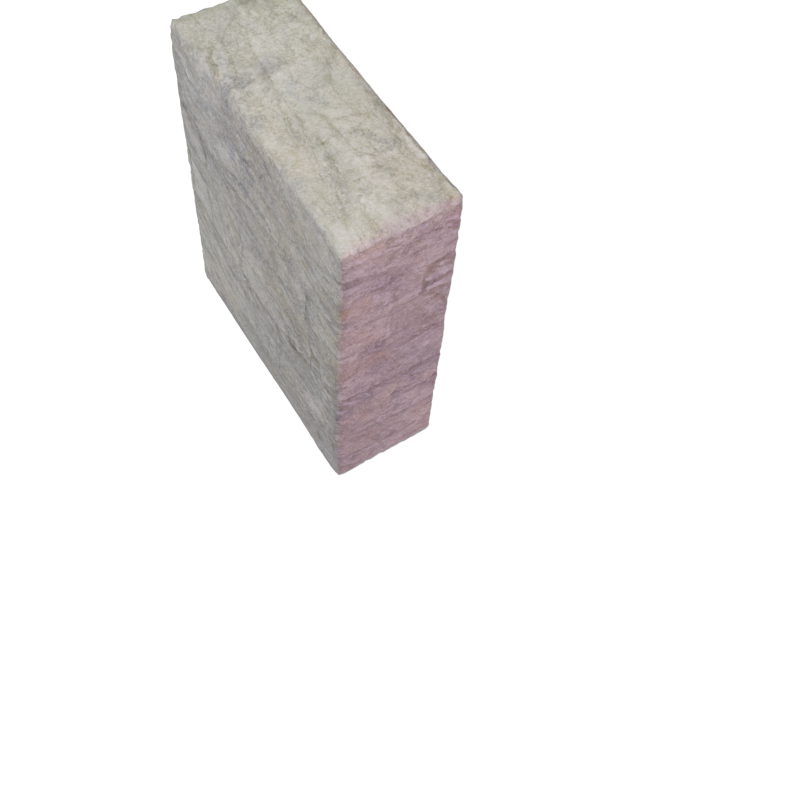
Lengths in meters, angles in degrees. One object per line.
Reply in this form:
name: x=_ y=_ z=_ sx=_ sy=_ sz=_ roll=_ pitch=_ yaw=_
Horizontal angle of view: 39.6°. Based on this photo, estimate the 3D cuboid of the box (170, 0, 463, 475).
box: x=-0.045 y=-0.083 z=0.581 sx=0.072 sy=0.176 sz=0.200 roll=-26 pitch=-28 yaw=-18
